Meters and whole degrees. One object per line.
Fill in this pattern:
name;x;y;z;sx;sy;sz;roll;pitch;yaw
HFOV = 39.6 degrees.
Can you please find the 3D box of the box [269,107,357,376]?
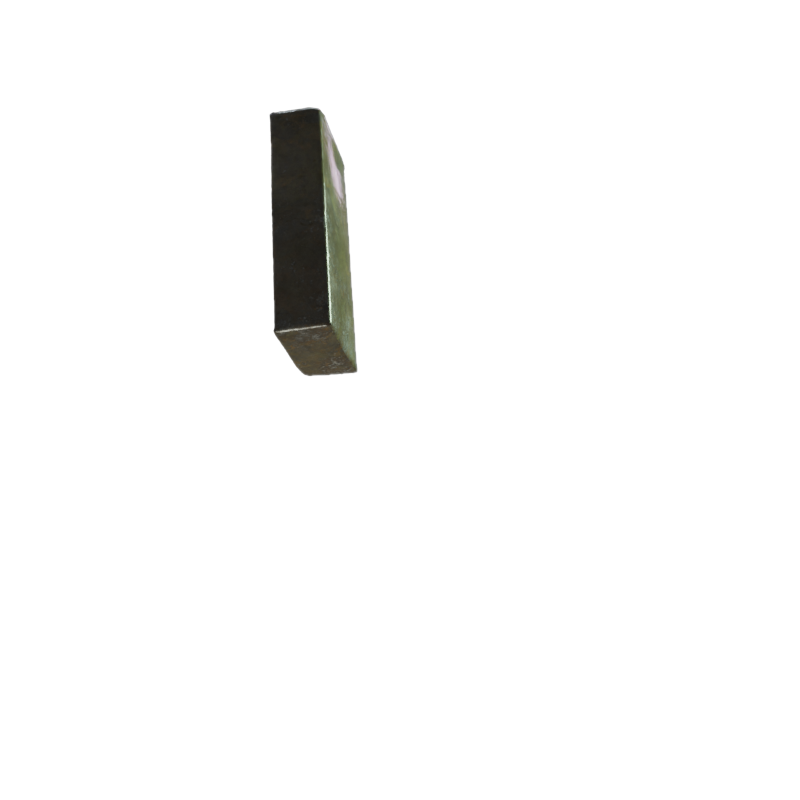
box;-0.063;-0.115;0.804;0.048;0.186;0.087;-6;-25;9
